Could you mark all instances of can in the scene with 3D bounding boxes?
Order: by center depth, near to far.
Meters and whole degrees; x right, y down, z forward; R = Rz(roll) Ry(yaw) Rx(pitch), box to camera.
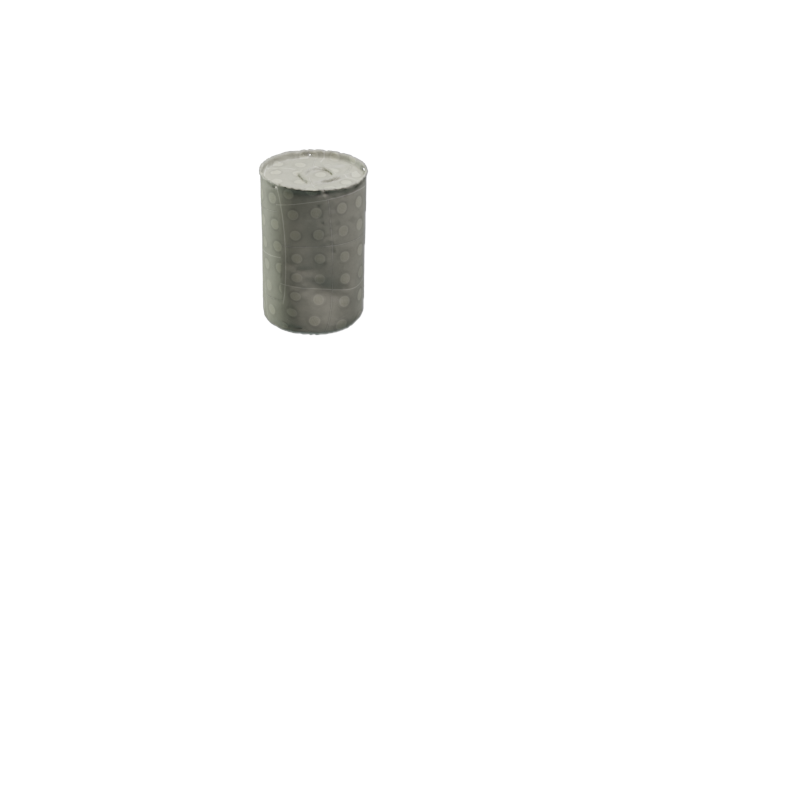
[{"bbox_3d":[-0.056,-0.102,0.712,0.068,0.097,0.073,0,28,-2],"label":"can"}]
